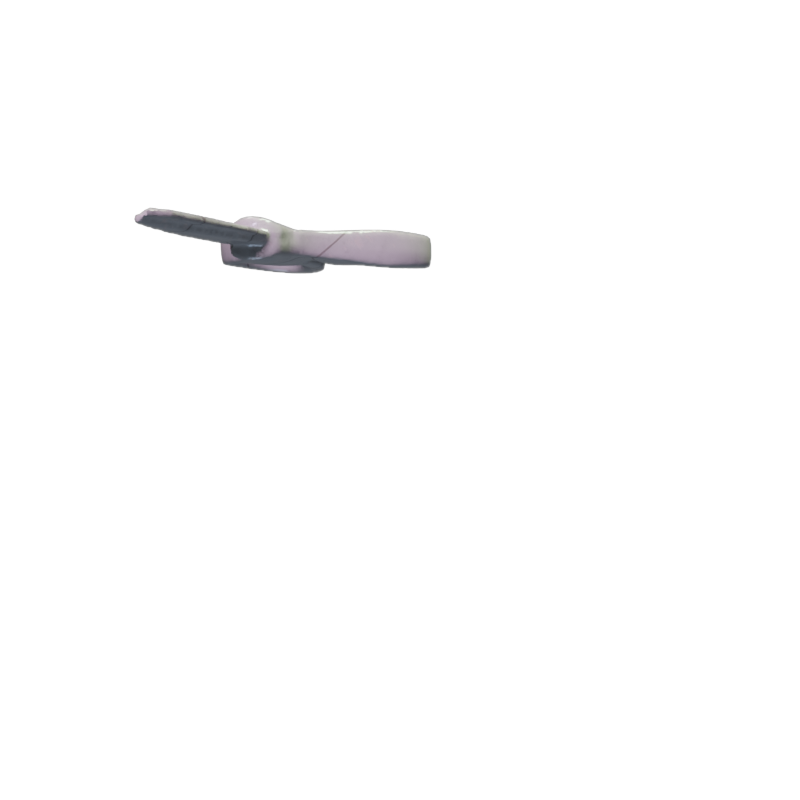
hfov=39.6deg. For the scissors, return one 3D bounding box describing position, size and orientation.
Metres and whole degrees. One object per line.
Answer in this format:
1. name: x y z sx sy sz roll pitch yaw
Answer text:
1. scissors: -0.031 -0.057 0.400 0.096 0.016 0.202 0 4 -3
